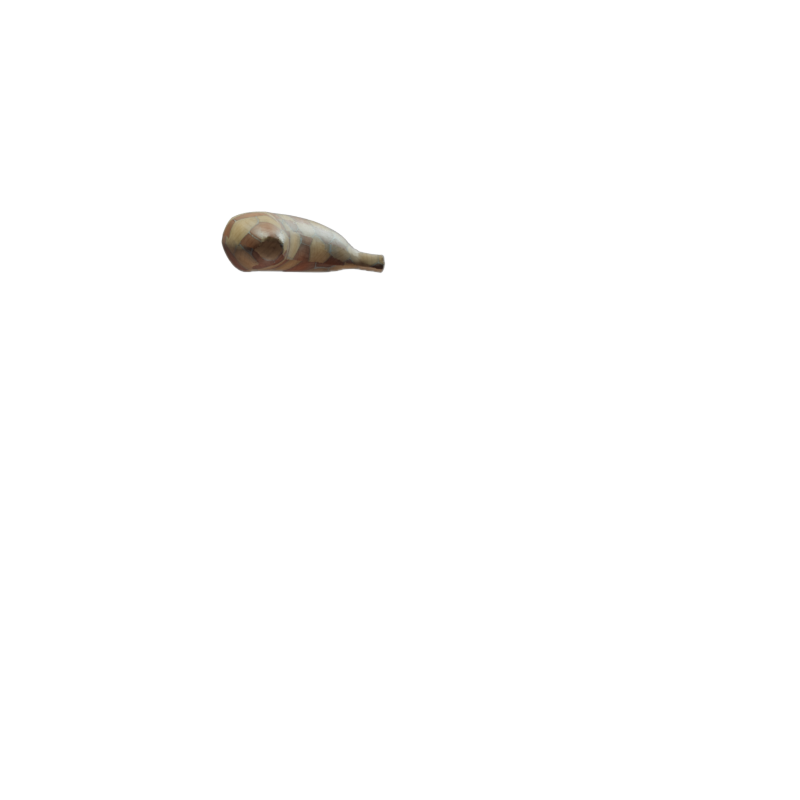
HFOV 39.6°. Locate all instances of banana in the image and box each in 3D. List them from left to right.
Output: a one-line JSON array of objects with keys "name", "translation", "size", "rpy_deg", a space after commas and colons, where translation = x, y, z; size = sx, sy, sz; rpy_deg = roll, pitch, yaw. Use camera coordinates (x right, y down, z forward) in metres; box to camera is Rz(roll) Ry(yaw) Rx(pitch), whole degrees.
[{"name": "banana", "translation": [-0.069, -0.096, 0.673], "size": [0.071, 0.037, 0.194], "rpy_deg": [1, 6, 17]}]
